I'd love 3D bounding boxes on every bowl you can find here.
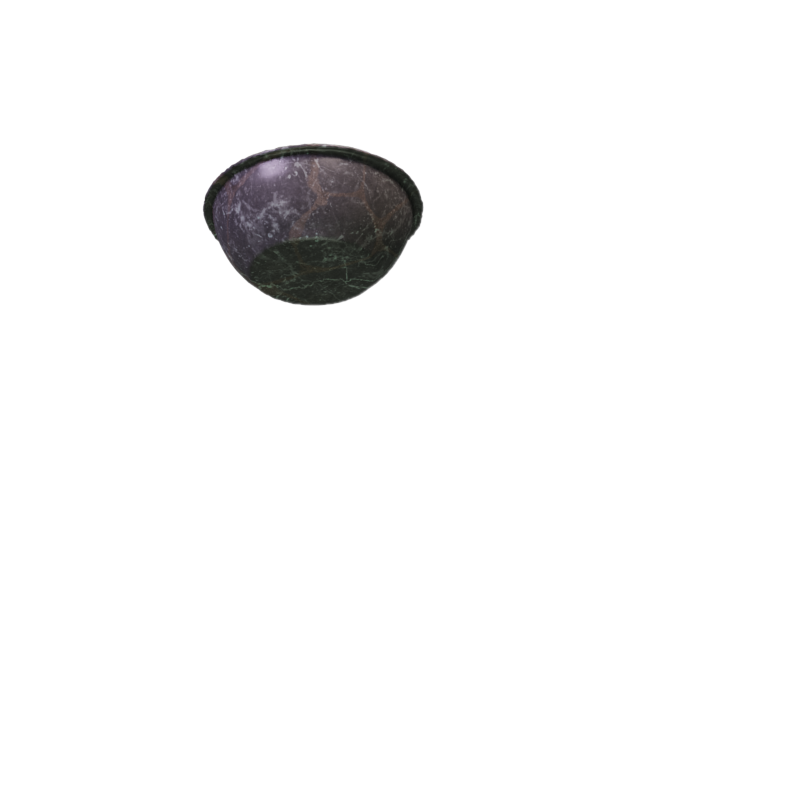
[{"bbox_3d":[-0.063,-0.114,0.799,0.162,0.059,0.152,1,-28,-2],"label":"bowl"}]
